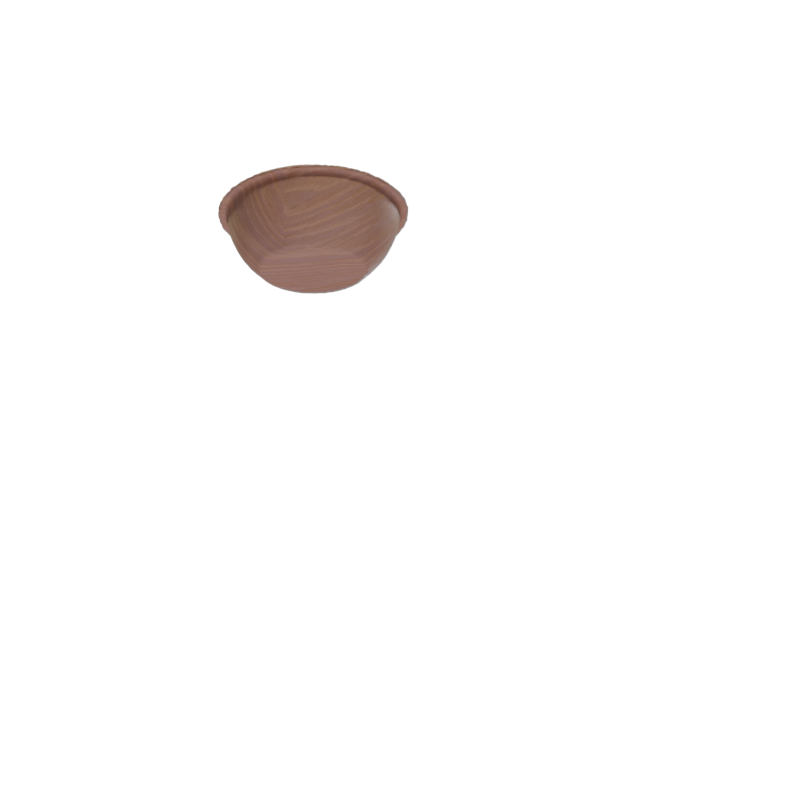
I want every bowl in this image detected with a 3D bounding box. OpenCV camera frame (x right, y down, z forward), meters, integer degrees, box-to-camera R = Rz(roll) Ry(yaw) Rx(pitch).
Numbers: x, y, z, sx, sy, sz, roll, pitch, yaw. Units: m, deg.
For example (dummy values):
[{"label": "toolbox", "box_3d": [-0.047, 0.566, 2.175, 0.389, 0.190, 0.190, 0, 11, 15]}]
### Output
[{"label": "bowl", "box_3d": [-0.073, -0.133, 0.931, 0.162, 0.058, 0.154, 1, -22, -2]}]
